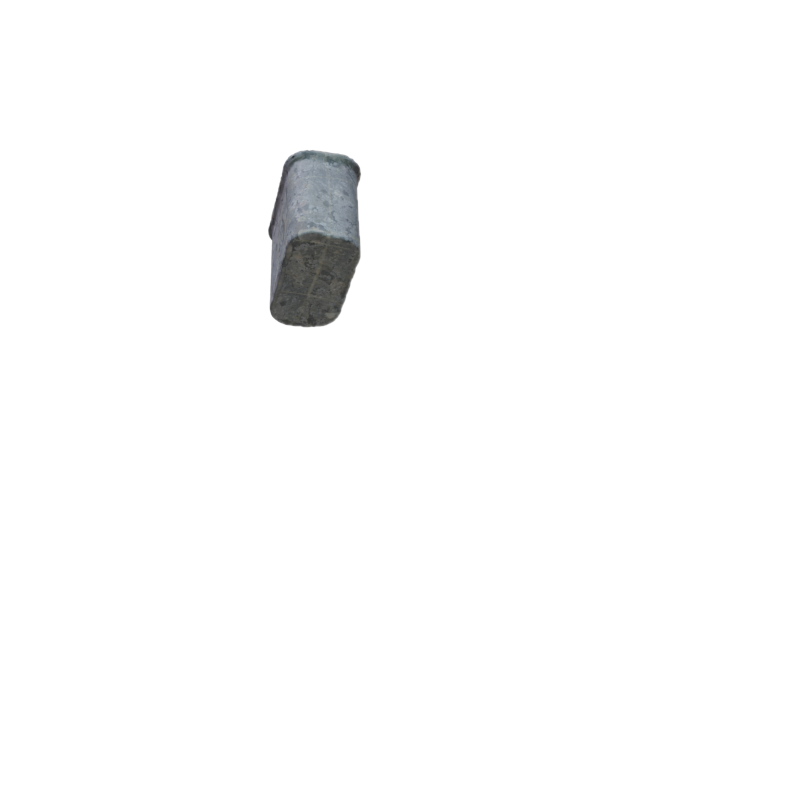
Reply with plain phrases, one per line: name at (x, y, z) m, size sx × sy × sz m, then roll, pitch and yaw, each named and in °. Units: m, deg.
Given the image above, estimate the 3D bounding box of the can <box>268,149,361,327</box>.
can at (-0.063, -0.114, 0.800) m, size 0.056 × 0.090 × 0.096 m, roll 8°, pitch -41°, yaw -12°
